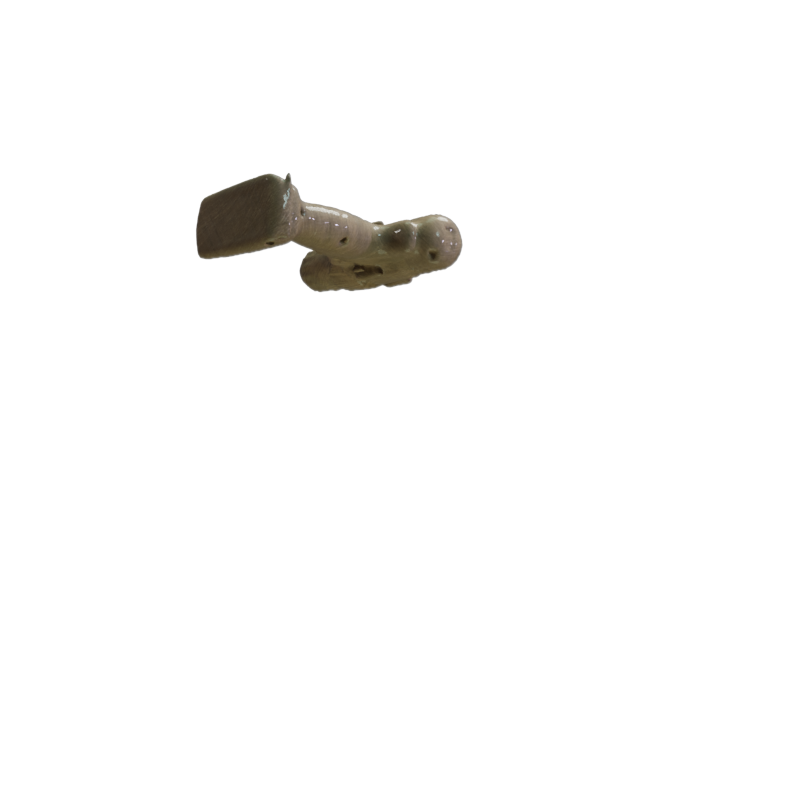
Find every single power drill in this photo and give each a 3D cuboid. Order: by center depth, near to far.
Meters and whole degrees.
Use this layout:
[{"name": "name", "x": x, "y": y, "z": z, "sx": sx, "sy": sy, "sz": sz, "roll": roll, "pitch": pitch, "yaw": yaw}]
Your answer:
[{"name": "power drill", "x": -0.072, "y": -0.131, "z": 0.917, "sx": 0.178, "sy": 0.059, "sz": 0.188, "roll": 7, "pitch": -10, "yaw": -41}]
